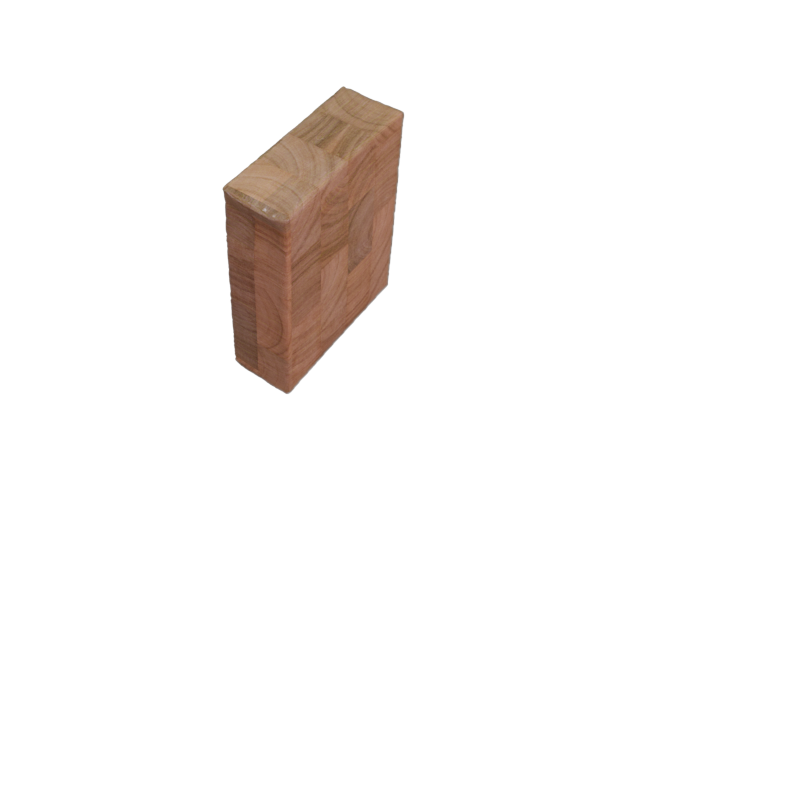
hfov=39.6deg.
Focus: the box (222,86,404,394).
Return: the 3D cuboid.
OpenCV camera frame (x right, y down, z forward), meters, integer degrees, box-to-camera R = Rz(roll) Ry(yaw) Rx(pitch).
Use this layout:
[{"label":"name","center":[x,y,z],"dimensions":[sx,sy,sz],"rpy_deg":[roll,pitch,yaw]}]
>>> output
[{"label":"box","center":[-0.074,-0.135,0.947],"dimensions":[0.075,0.199,0.168],"rpy_deg":[28,54,19]}]
